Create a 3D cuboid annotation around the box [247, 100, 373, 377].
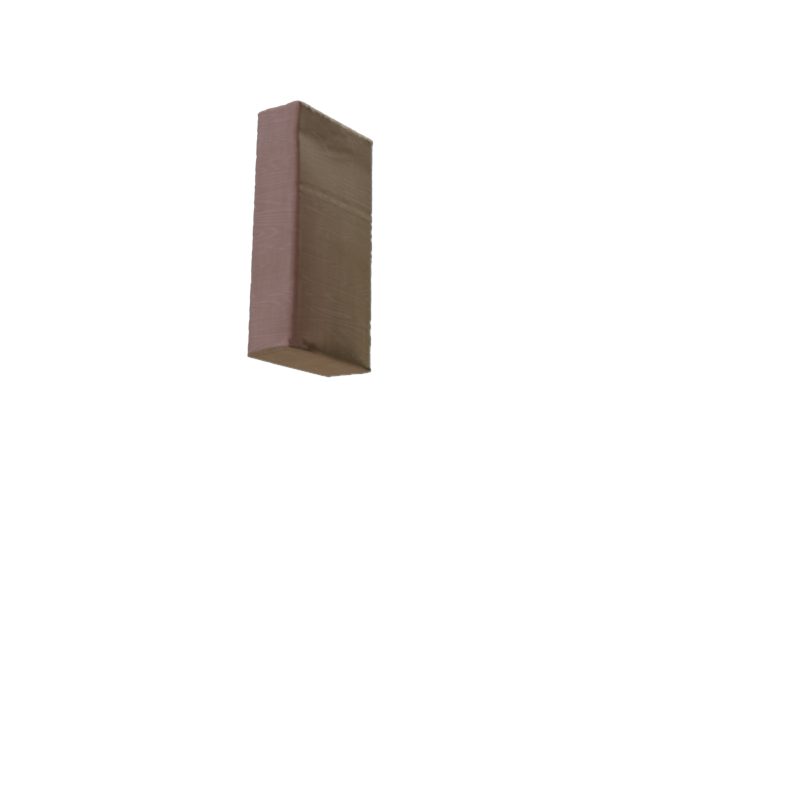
[{"bbox_3d":[-0.061,-0.111,0.778,0.049,0.184,0.088,-13,-21,33],"label":"box"}]
